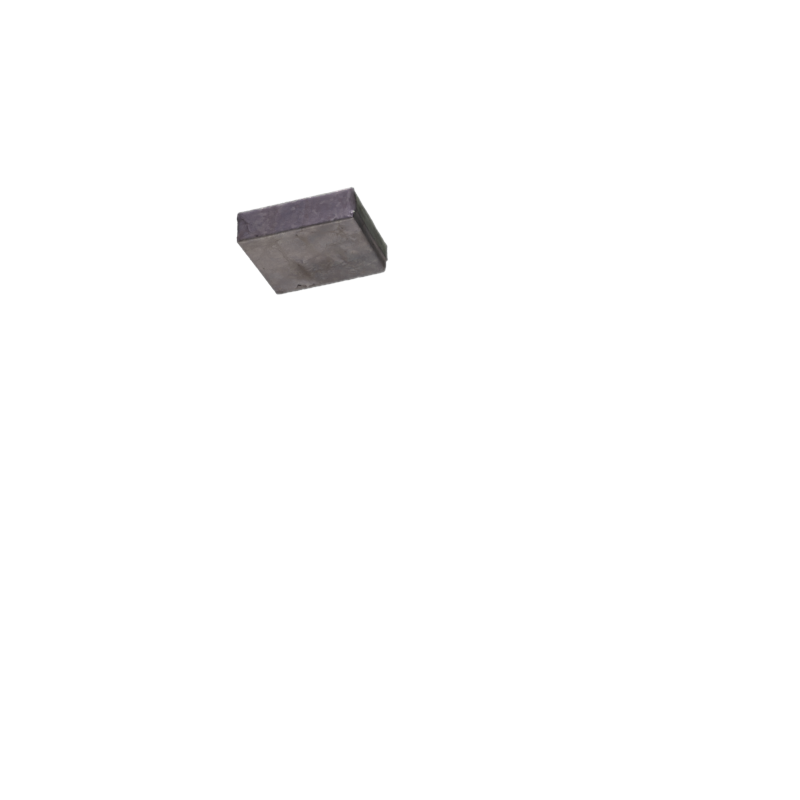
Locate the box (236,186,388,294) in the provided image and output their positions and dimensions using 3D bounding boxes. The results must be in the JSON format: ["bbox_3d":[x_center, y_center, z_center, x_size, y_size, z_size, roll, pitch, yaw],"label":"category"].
[{"bbox_3d":[-0.062,-0.113,0.789,0.090,0.032,0.068,-10,-31,17],"label":"box"}]
